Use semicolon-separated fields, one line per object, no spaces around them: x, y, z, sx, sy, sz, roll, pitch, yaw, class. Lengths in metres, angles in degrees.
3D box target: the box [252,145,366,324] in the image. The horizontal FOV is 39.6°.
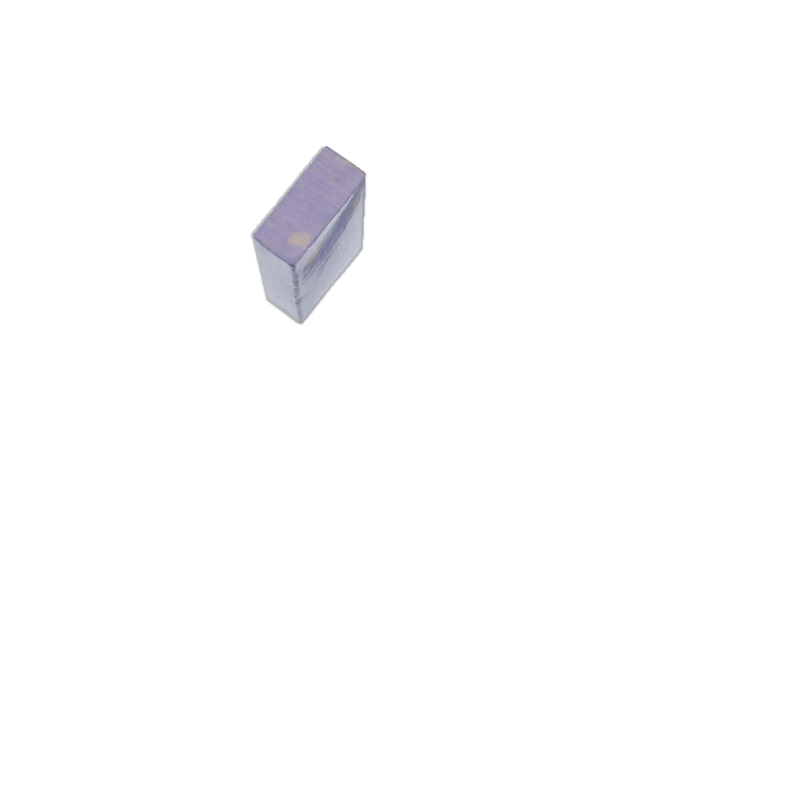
-0.070;-0.128;0.896;0.049;0.094;0.171;36;-10;2;box
